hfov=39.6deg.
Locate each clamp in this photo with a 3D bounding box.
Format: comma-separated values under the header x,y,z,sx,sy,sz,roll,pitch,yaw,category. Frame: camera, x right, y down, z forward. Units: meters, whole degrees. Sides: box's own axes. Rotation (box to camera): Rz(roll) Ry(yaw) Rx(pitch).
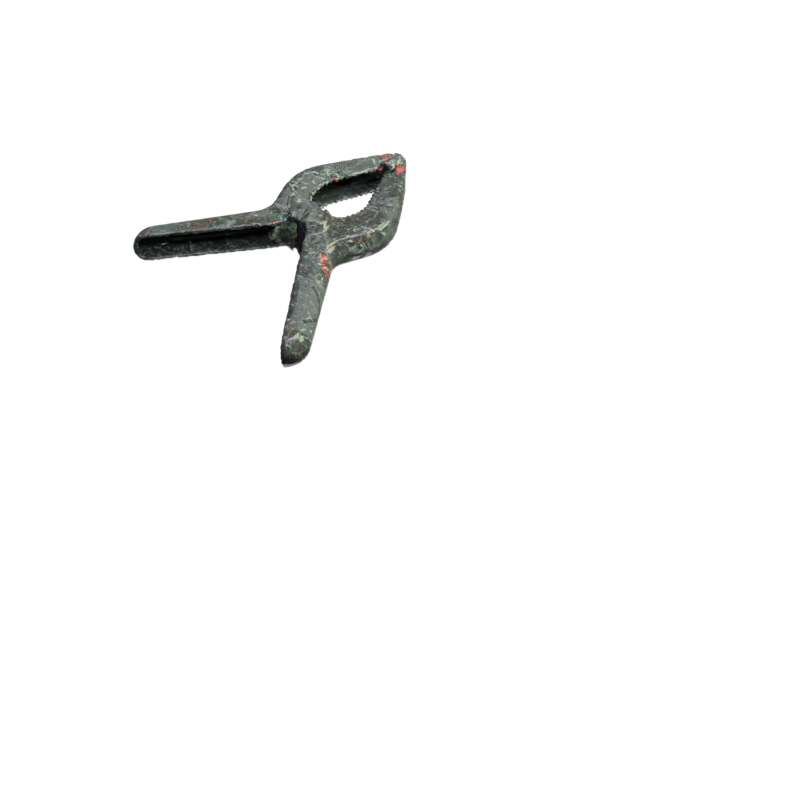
x,y,z,sx,sy,sz,roll,pitch,yaw,category
-0.062,-0.114,0.796,0.210,0.034,0.176,-32,55,-26,clamp
